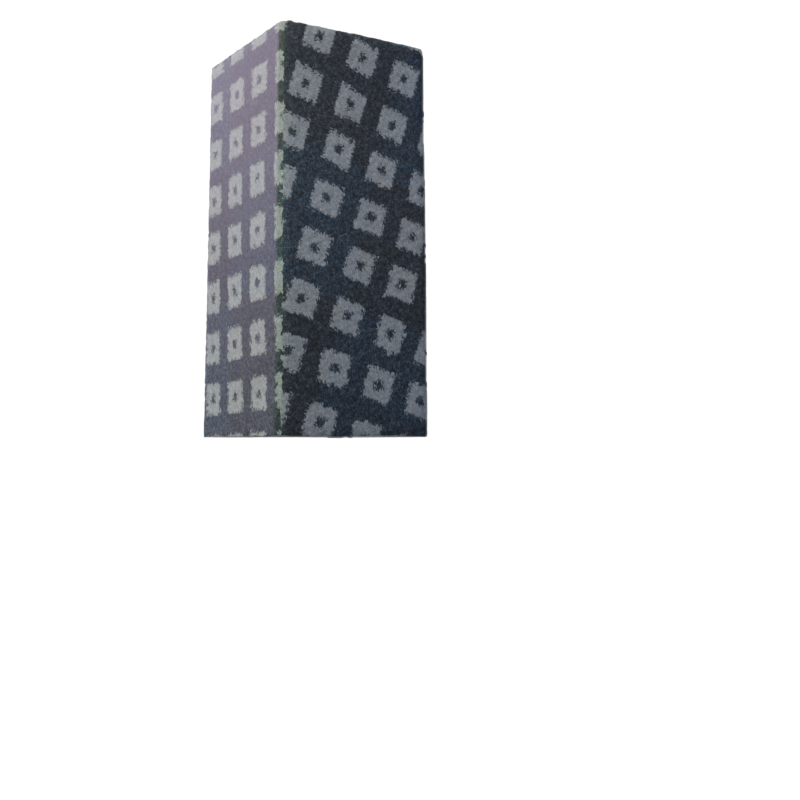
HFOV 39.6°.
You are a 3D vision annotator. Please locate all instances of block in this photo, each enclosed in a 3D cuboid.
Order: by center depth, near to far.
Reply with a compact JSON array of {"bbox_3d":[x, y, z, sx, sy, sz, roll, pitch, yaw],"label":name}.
[{"bbox_3d":[-0.046,-0.085,0.594,0.087,0.211,0.092,5,-11,-32],"label":"block"}]
